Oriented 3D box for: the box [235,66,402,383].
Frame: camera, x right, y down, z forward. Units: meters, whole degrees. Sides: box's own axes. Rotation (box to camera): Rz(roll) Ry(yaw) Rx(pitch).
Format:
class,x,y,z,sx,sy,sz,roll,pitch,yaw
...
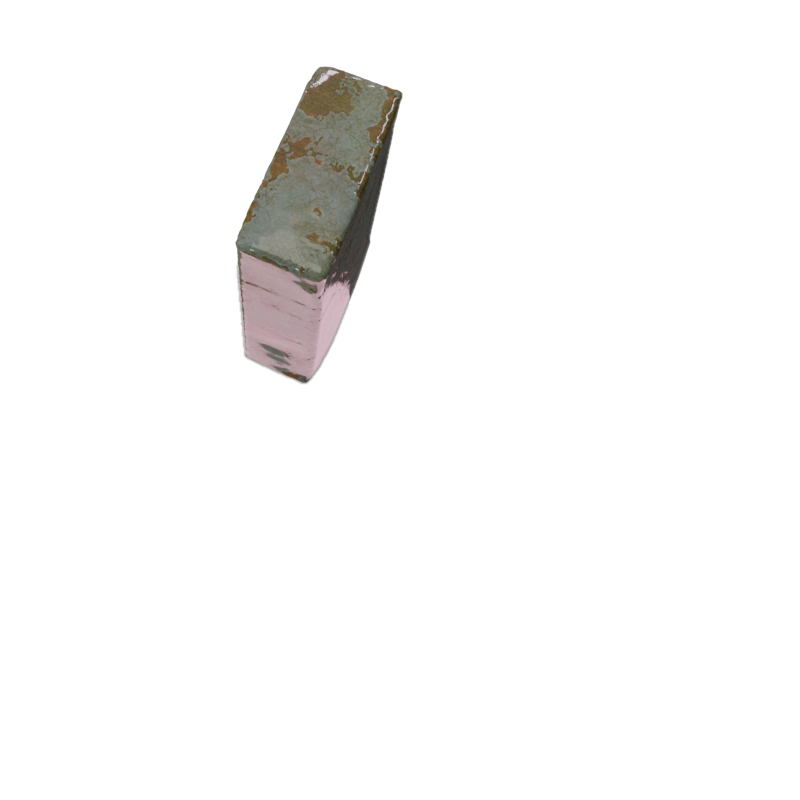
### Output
class,x,y,z,sx,sy,sz,roll,pitch,yaw
box,-0.042,-0.076,0.530,0.048,0.096,0.169,21,-17,2
